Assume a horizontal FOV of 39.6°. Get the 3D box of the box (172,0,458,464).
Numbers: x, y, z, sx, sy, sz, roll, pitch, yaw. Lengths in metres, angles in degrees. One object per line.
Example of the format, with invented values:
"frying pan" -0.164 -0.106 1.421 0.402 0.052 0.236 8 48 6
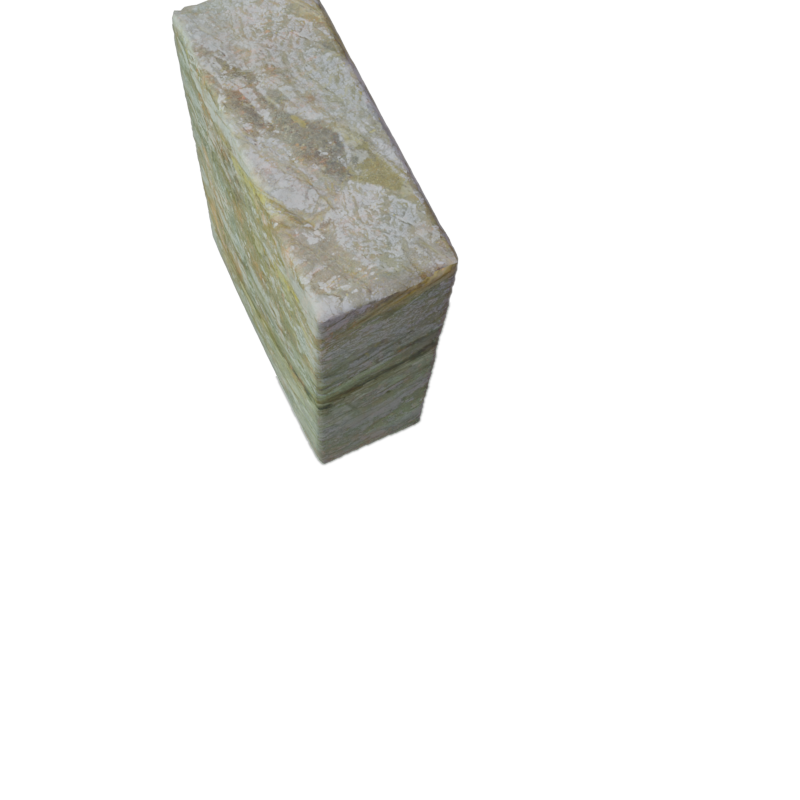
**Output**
"box" -0.043 -0.079 0.554 0.071 0.174 0.203 -22 -19 -12
